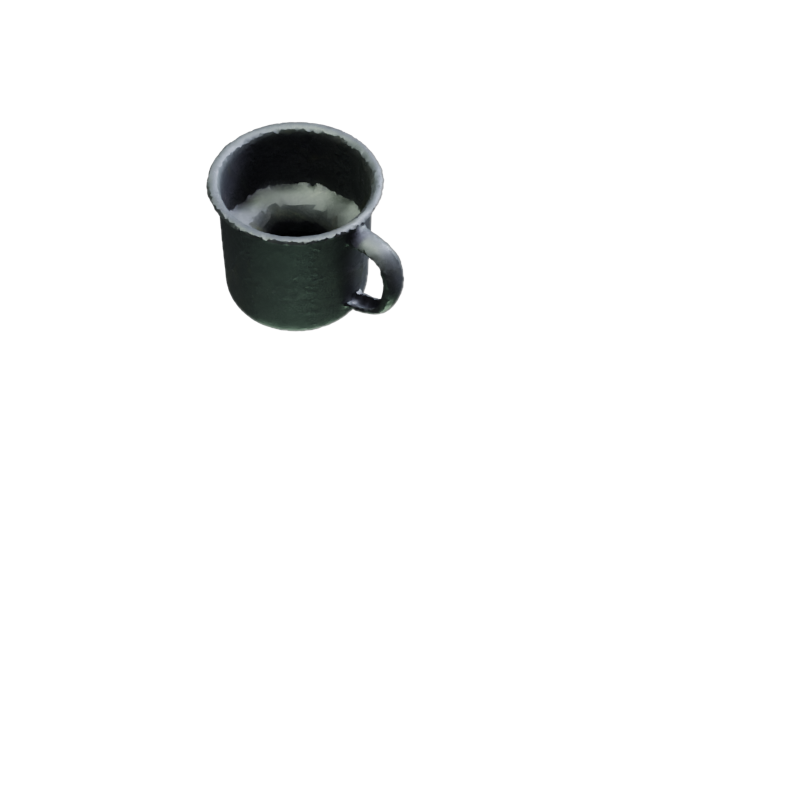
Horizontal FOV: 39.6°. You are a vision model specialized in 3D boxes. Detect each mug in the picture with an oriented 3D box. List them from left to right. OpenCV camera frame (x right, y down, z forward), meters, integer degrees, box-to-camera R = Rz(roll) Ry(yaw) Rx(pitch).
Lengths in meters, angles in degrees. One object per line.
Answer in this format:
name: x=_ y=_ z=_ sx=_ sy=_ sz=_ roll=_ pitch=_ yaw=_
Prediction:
mug: x=-0.047 y=-0.086 z=0.605 sx=0.123 sy=0.076 sz=0.095 roll=30 pitch=56 yaw=22
